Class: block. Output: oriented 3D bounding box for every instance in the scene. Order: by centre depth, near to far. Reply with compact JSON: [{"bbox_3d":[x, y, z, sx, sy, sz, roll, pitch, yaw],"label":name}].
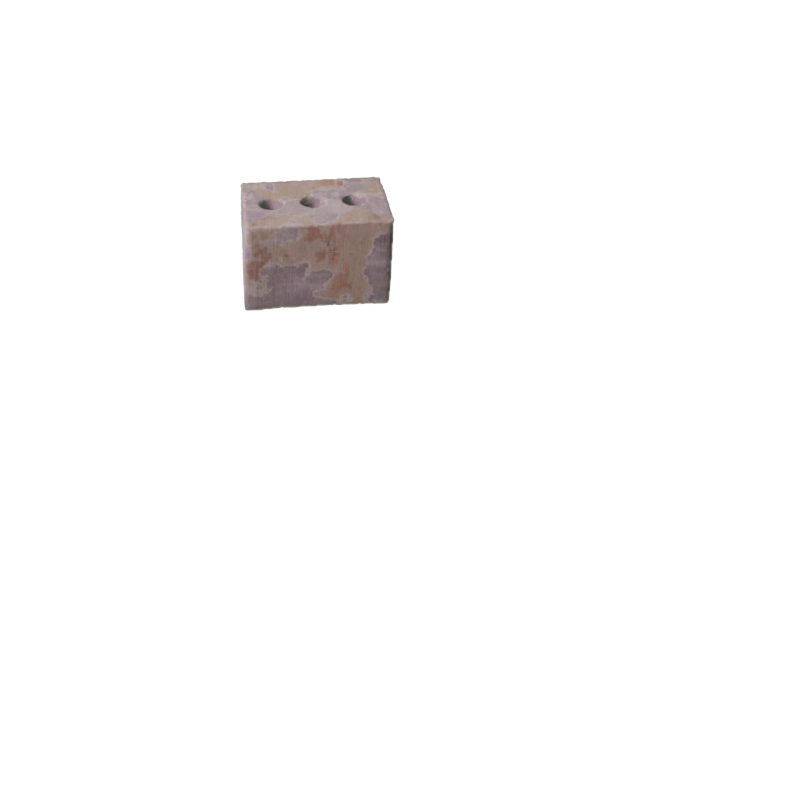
[{"bbox_3d":[-0.046,-0.085,0.593,0.077,0.048,0.057,-4,35,-7],"label":"block"}]
